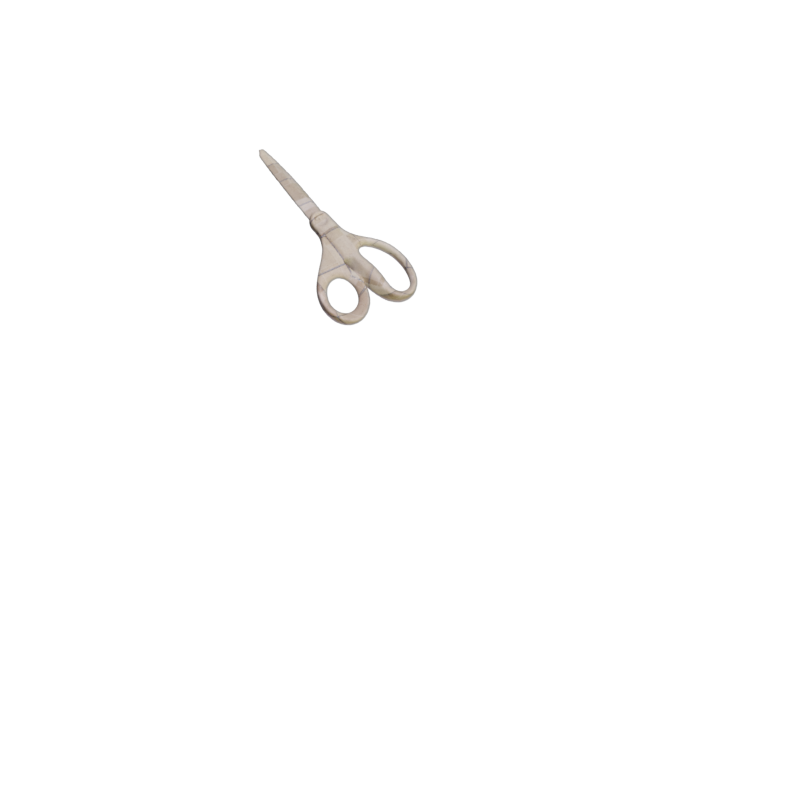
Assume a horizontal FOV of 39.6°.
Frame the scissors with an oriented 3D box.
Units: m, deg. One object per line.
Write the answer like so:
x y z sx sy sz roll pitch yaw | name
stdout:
-0.078 -0.142 0.993 0.210 0.098 0.015 36 -22 17 | scissors
